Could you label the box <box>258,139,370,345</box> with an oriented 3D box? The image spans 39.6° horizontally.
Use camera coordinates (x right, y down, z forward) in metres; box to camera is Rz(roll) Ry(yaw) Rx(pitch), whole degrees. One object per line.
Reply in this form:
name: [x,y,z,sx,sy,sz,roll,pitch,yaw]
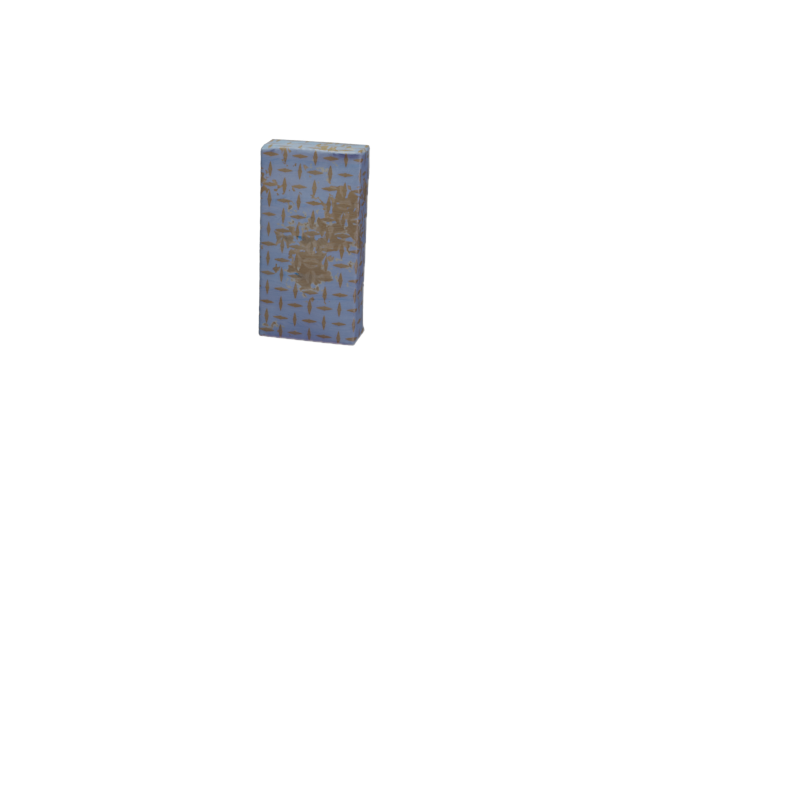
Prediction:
box: [-0.078,-0.141,0.990,0.095,0.169,0.049,5,18,12]
